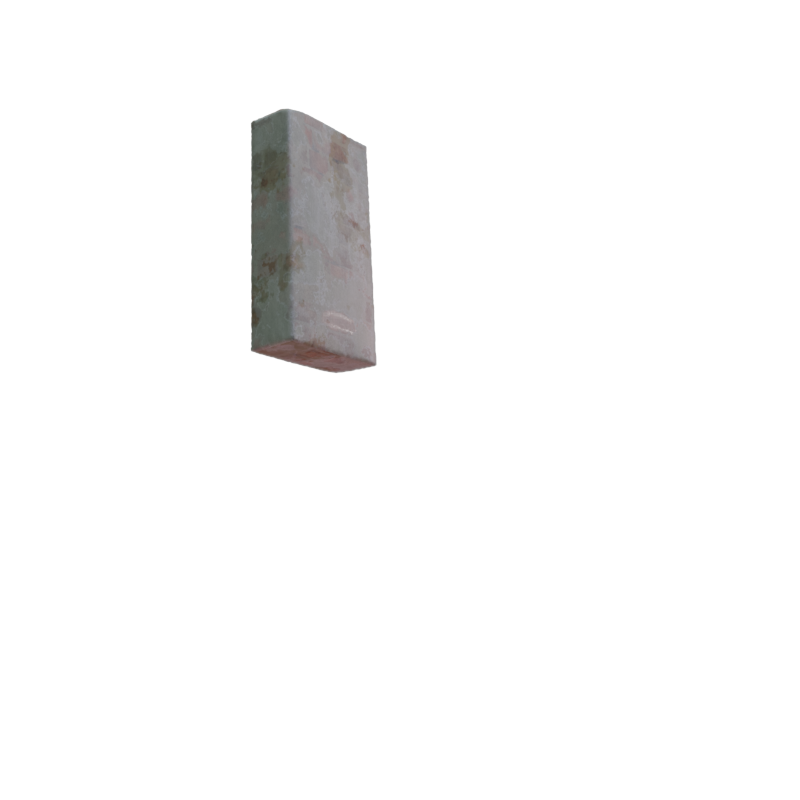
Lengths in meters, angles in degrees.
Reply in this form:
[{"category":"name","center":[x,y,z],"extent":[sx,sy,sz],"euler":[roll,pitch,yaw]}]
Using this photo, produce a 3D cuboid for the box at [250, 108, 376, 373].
[{"category":"box","center":[-0.062,-0.114,0.797],"extent":[0.049,0.184,0.088],"euler":[-16,-23,37]}]
